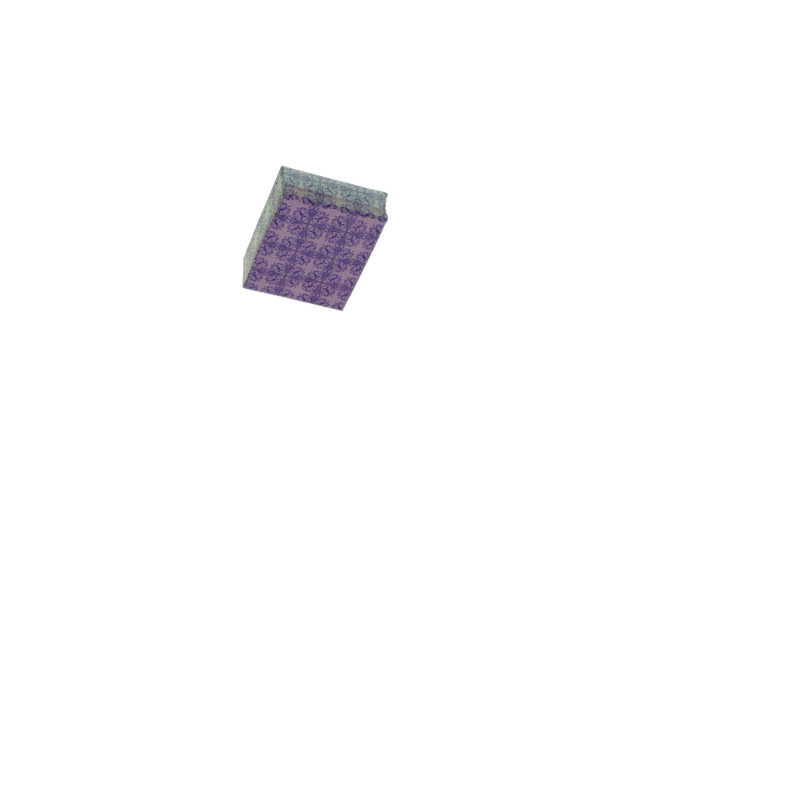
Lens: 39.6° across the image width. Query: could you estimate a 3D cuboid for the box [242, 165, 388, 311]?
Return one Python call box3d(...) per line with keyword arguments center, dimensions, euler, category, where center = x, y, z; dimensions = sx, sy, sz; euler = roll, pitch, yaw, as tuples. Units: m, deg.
box3d(center=(-0.070, -0.128, 0.894), dimensions=(0.087, 0.042, 0.109), euler=(13, -42, -16), category="box")
